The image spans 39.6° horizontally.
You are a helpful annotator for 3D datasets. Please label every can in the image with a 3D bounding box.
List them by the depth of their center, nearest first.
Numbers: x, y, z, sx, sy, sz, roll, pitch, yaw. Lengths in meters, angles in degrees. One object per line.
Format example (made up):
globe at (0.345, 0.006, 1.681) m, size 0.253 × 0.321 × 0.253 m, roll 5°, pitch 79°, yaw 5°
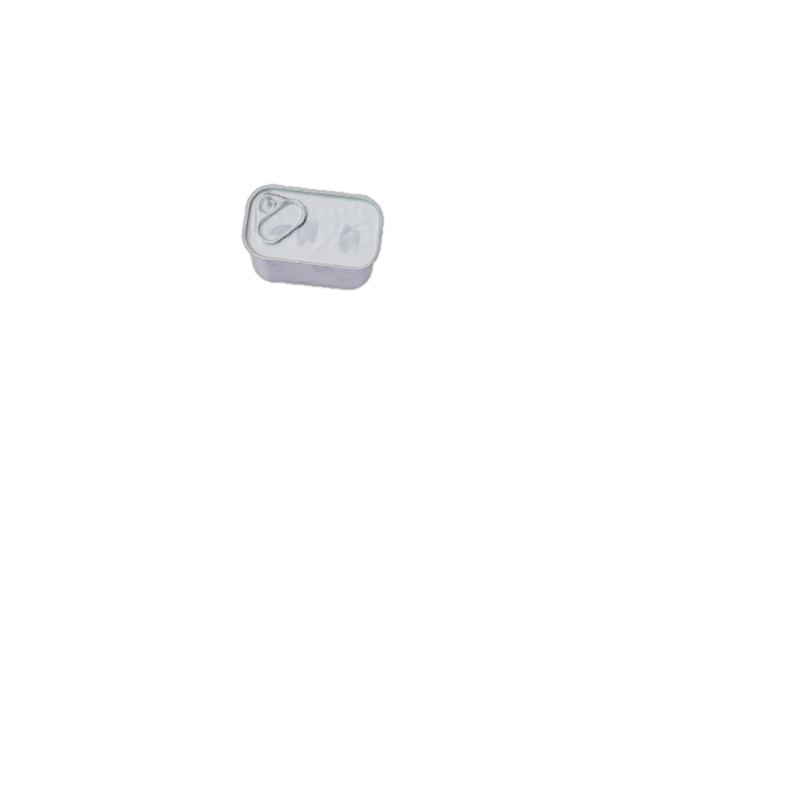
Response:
can at (-0.067, -0.122, 0.856) m, size 0.102 × 0.059 × 0.081 m, roll 7°, pitch -10°, yaw 0°
